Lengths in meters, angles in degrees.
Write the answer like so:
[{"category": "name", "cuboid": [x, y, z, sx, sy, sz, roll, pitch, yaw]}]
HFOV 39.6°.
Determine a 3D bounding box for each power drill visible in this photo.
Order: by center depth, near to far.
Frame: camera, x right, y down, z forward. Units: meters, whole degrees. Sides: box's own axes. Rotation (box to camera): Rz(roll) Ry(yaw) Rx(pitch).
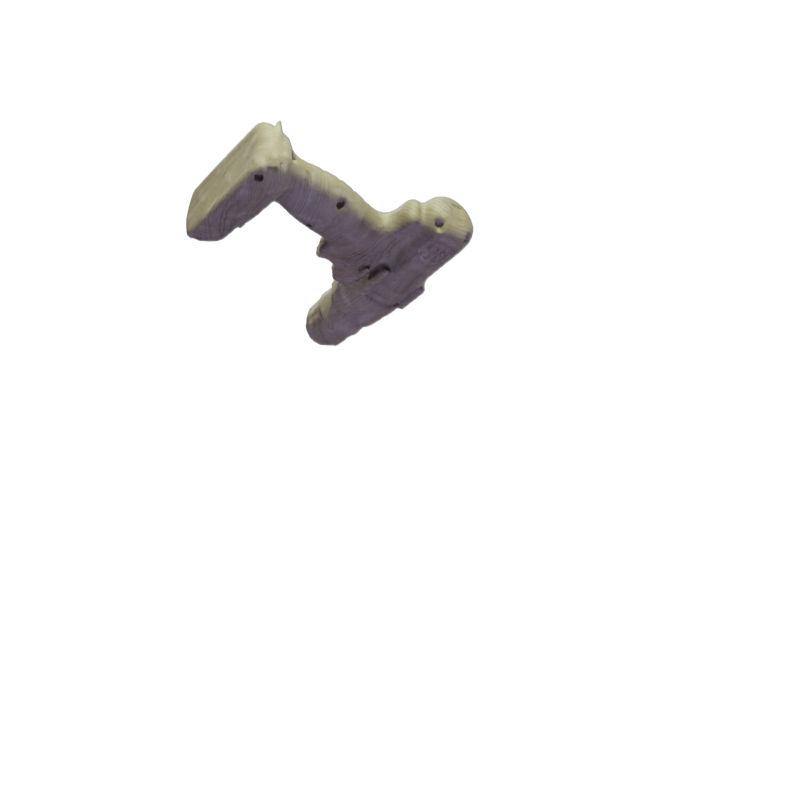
[{"category": "power drill", "cuboid": [-0.067, -0.122, 0.853, 0.178, 0.062, 0.181, 25, -45, -28]}]
